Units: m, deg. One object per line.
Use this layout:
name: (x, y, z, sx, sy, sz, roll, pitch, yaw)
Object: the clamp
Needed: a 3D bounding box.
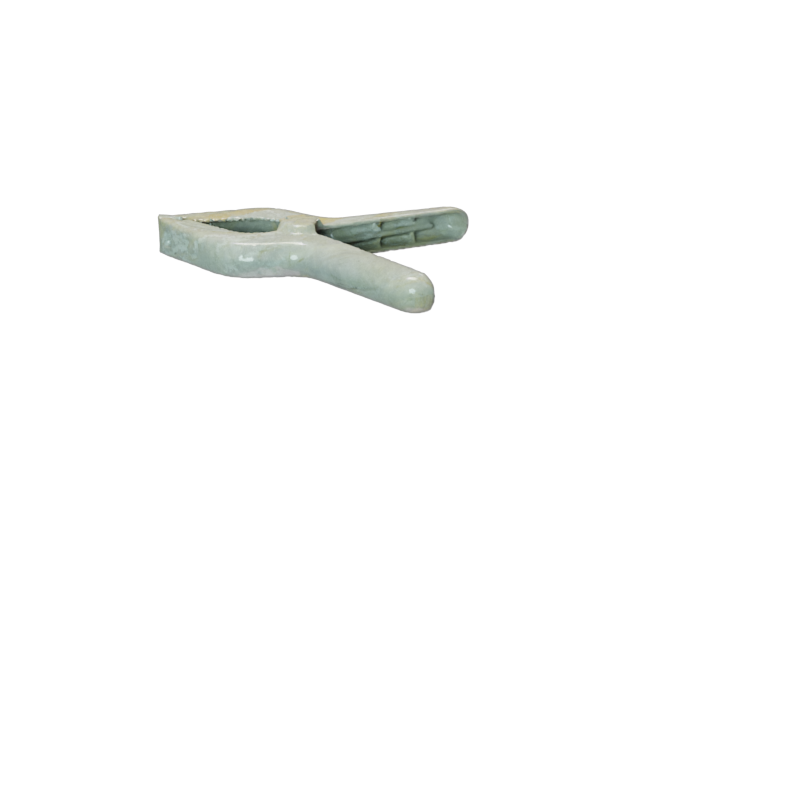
clamp: (-0.058, -0.106, 0.743, 0.216, 0.035, 0.167, 8, 25, 18)
